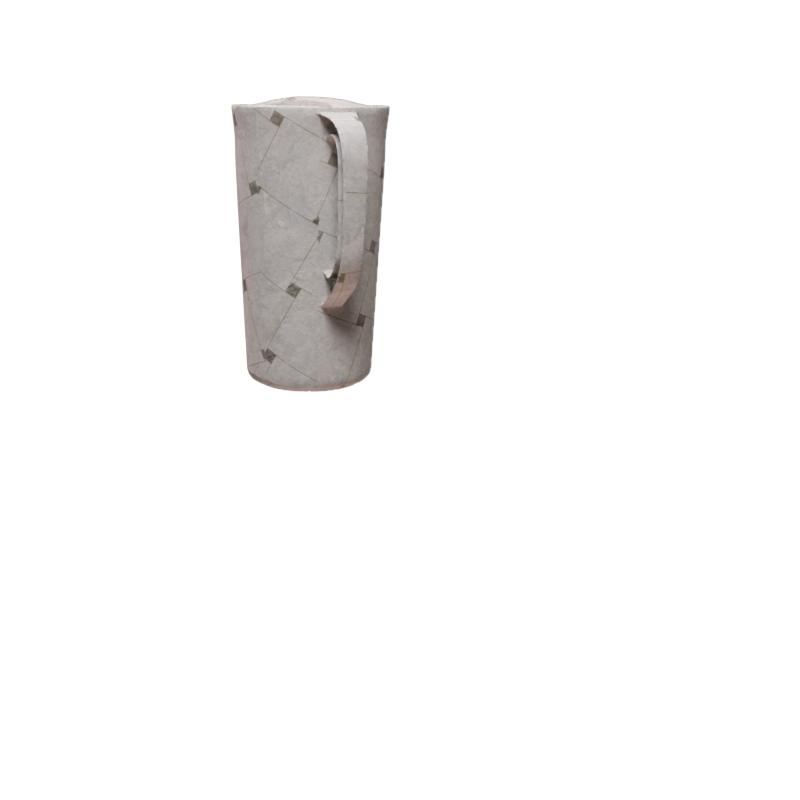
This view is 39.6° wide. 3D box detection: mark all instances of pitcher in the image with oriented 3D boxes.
[{"bbox_3d":[-0.073,-0.134,0.936,0.149,0.238,0.148,4,10,21],"label":"pitcher"}]
